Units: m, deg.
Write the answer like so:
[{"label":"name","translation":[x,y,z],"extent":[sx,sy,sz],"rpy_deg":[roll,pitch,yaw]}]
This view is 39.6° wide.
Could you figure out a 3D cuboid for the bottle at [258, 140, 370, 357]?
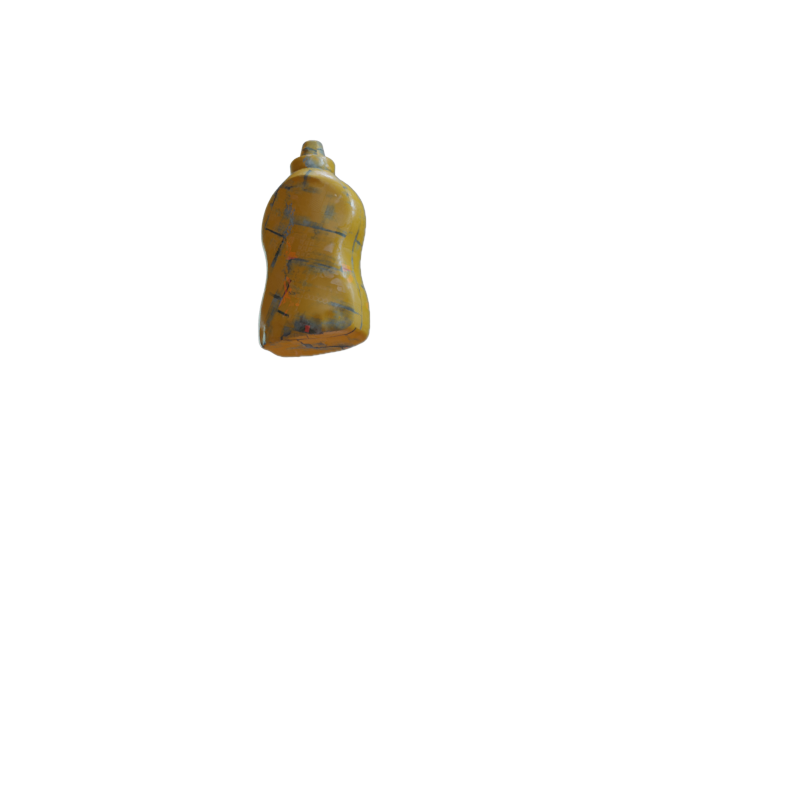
[{"label":"bottle","translation":[-0.076,-0.138,0.966],"extent":[0.098,0.201,0.054],"rpy_deg":[-13,-24,28]}]
